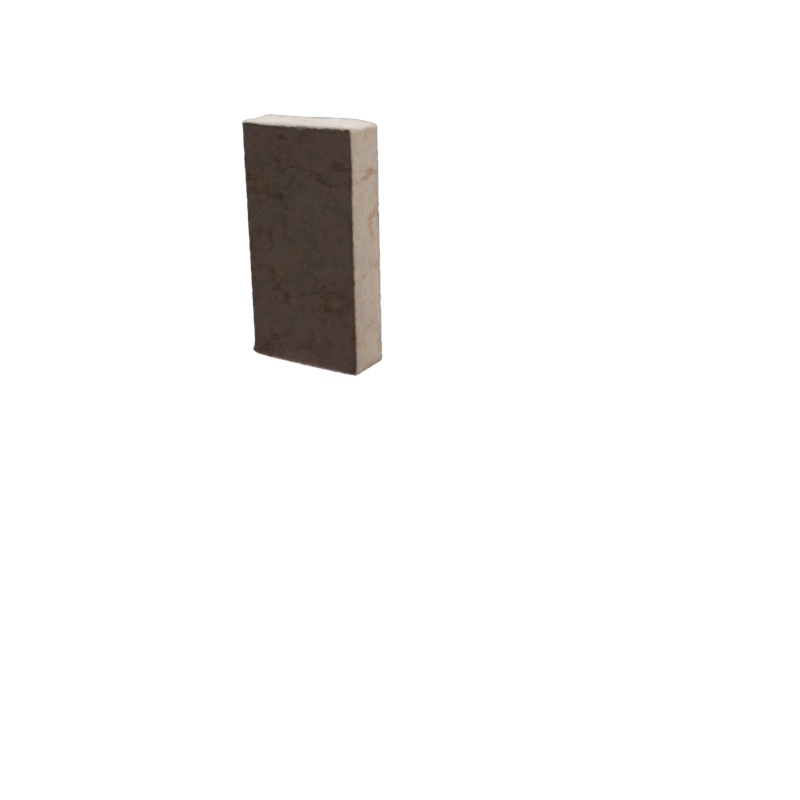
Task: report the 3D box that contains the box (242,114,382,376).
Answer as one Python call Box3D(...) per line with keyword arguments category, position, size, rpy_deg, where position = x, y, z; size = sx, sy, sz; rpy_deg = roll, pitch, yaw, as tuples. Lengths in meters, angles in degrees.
Box3D(category="box", position=(-0.062, -0.113, 0.792), size=(0.098, 0.171, 0.047), rpy_deg=(10, 17, 31))
